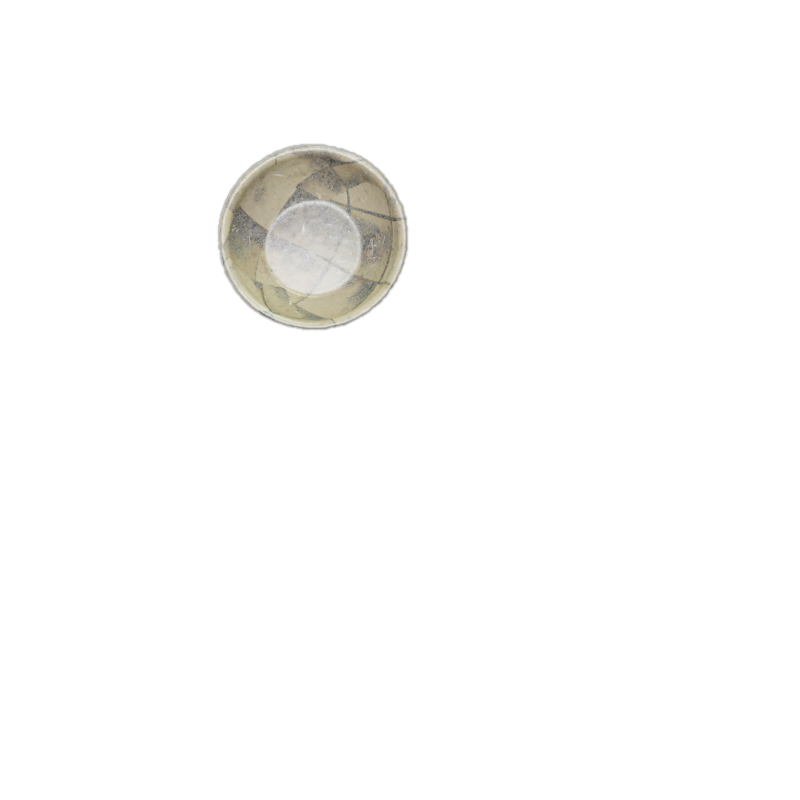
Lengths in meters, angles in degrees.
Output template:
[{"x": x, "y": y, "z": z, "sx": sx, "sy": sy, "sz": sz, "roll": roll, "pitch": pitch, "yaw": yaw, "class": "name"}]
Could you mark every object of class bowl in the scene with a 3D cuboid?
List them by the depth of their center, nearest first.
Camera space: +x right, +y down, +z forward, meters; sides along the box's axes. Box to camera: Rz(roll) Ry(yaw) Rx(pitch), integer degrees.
[{"x": -0.076, "y": -0.139, "z": 0.972, "sx": 0.162, "sy": 0.167, "sz": 0.054, "roll": 0, "pitch": -11, "yaw": -1, "class": "bowl"}]
